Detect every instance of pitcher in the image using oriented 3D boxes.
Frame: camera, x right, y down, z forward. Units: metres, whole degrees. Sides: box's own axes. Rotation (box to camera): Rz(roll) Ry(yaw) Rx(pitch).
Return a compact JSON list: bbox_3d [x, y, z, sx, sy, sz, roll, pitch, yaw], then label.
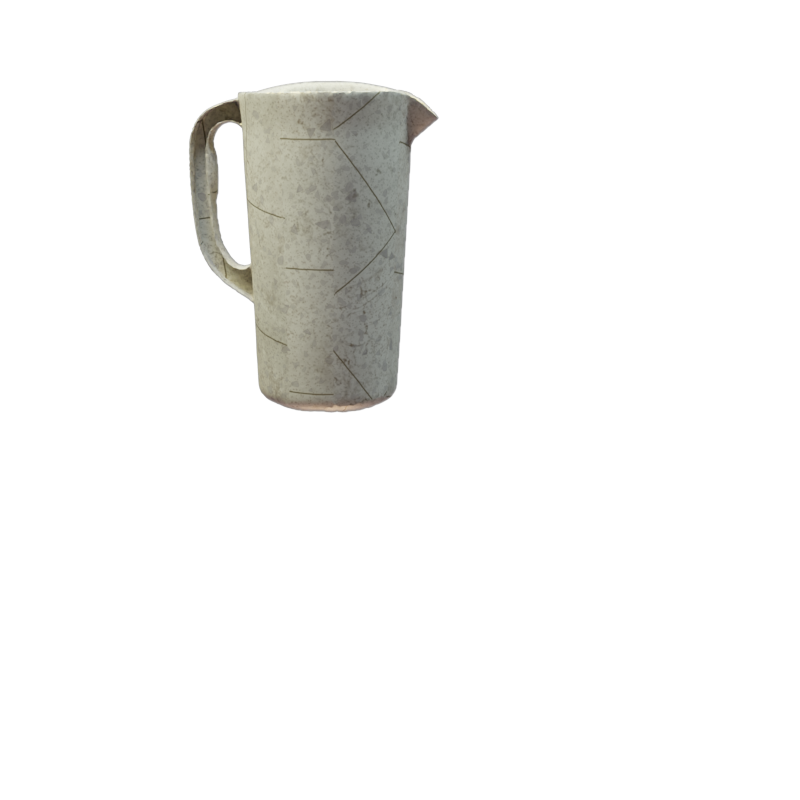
[{"bbox_3d":[-0.066,-0.121,0.847,0.141,0.238,0.157,-8,13,-38],"label":"pitcher"}]
